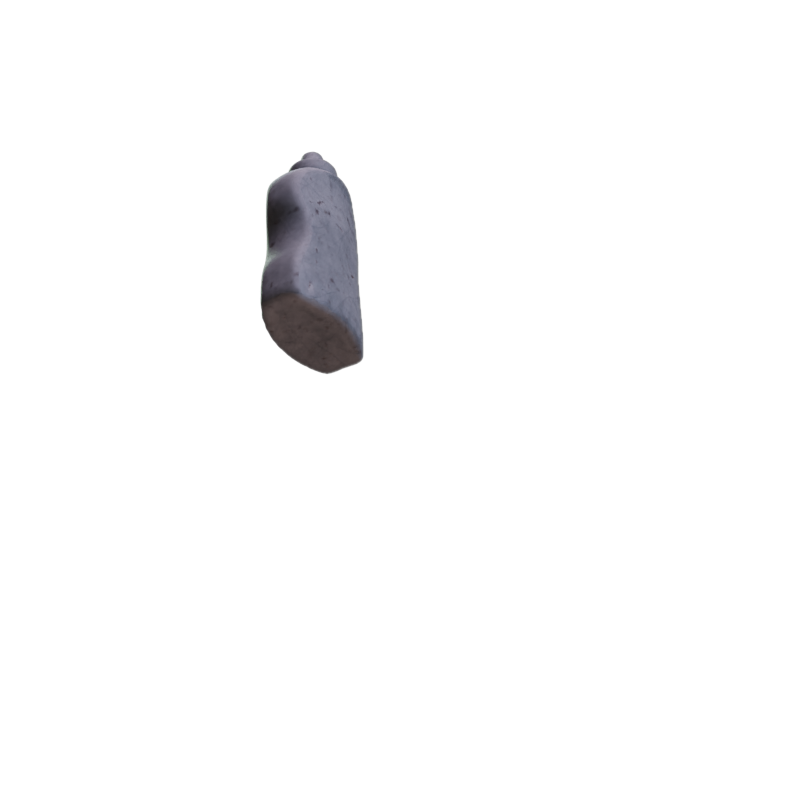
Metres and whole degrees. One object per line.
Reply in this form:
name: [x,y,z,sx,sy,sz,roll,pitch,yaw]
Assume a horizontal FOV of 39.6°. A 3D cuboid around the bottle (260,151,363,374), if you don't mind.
bottle: [-0.067,-0.121,0.852,0.059,0.206,0.089,-24,-44,22]
